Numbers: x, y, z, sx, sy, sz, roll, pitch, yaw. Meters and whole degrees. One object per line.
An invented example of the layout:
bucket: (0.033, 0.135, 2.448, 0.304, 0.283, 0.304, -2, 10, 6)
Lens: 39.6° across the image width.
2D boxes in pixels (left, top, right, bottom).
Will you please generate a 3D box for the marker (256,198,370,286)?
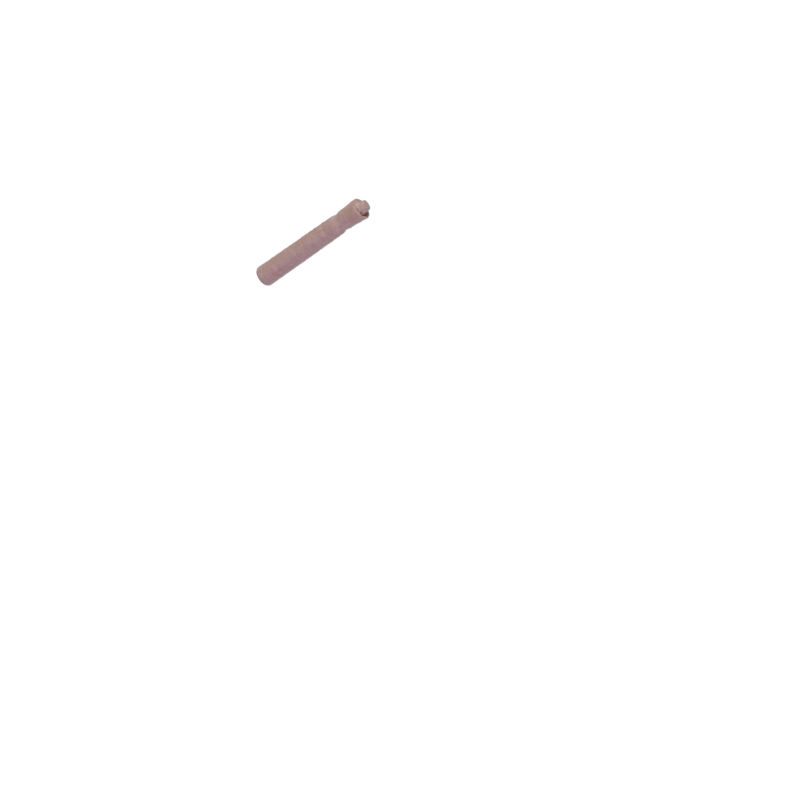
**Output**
marker: (-0.071, -0.130, 0.910, 0.120, 0.021, 0.019, -30, -14, 32)
